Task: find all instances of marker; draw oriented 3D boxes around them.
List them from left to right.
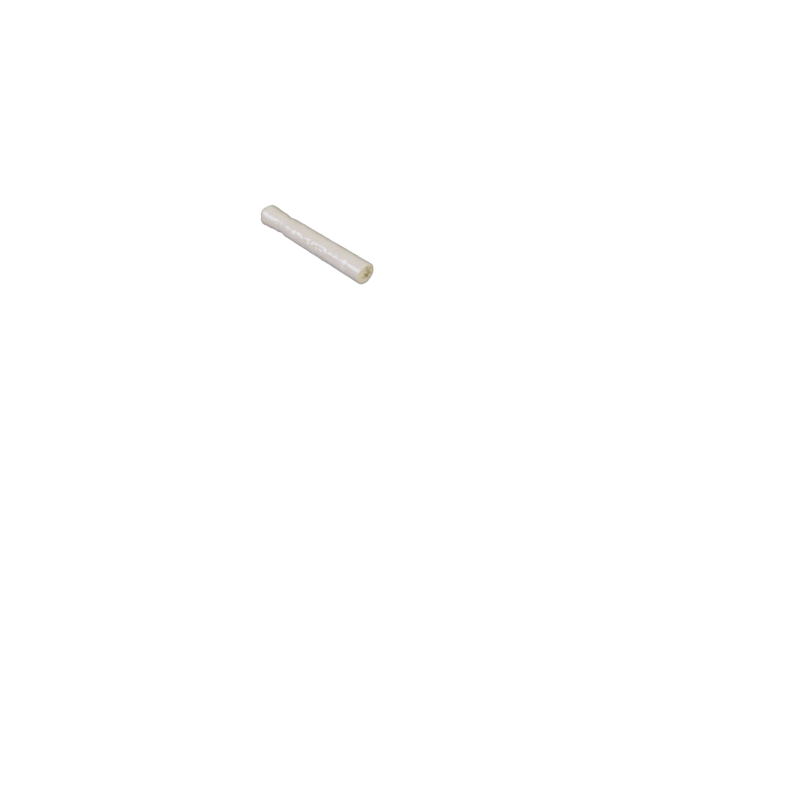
[{"bbox_3d":[-0.071,-0.130,0.912,0.129,0.019,0.019,35,23,33],"label":"marker"}]
